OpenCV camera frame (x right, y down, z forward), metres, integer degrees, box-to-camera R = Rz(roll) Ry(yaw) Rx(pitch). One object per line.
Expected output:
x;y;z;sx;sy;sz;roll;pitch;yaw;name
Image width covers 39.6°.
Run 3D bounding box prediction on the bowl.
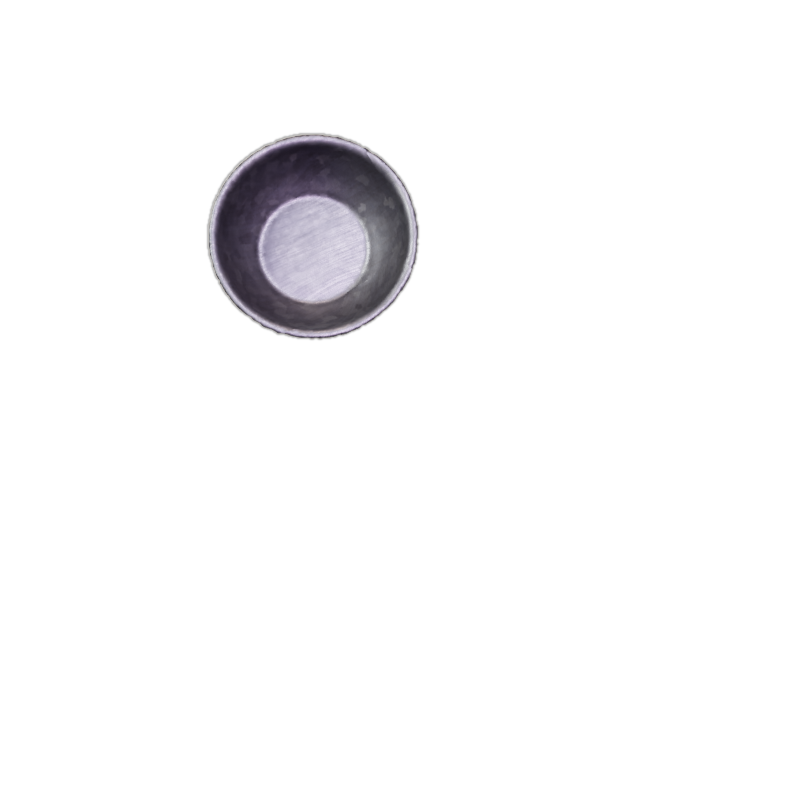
-0.068;-0.125;0.873;0.162;0.167;0.053;0;-12;-1;bowl
